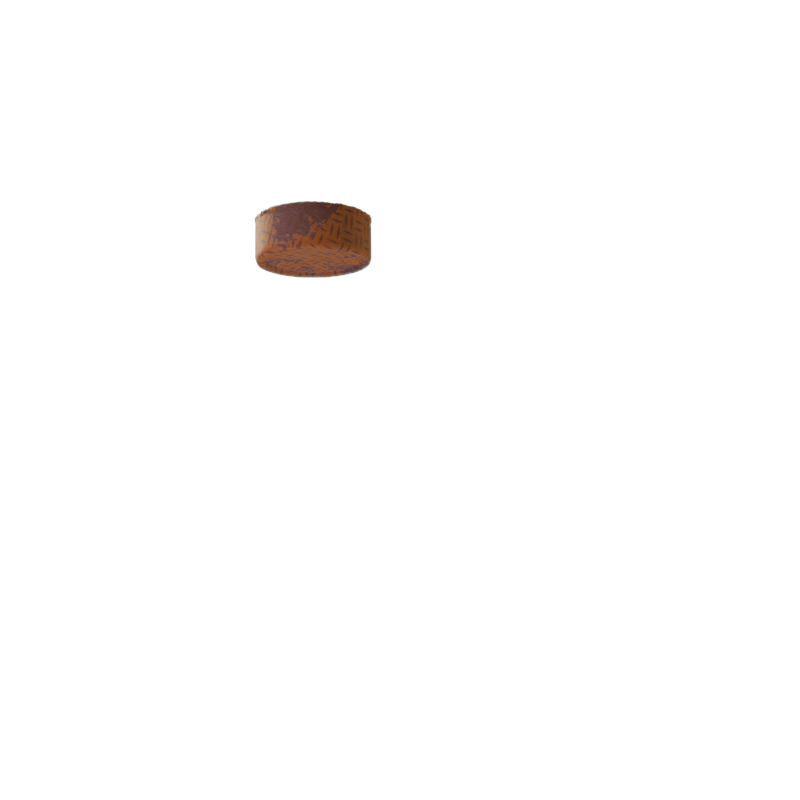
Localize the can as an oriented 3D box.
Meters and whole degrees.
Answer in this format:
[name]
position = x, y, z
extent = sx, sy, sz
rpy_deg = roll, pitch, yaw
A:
[can]
position = -0.063, -0.115, 0.808
extent = 0.086, 0.035, 0.083
rpy_deg = 0, -10, -2
